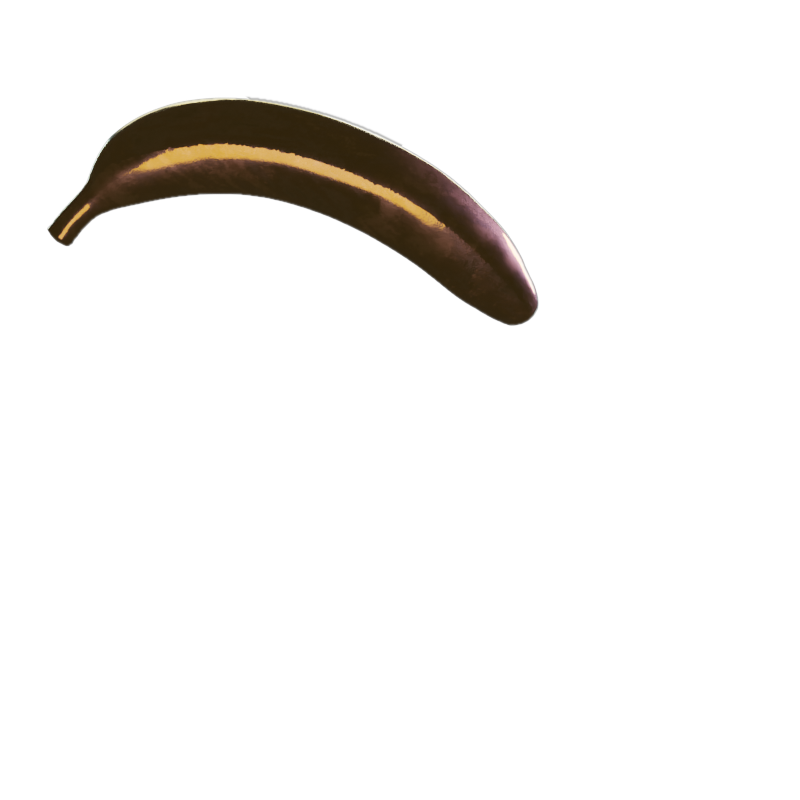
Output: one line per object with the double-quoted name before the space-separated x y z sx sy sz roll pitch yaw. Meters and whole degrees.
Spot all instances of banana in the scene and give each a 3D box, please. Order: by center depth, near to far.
"banana" -0.034 -0.079 0.436 0.196 0.066 0.039 11 28 -6
